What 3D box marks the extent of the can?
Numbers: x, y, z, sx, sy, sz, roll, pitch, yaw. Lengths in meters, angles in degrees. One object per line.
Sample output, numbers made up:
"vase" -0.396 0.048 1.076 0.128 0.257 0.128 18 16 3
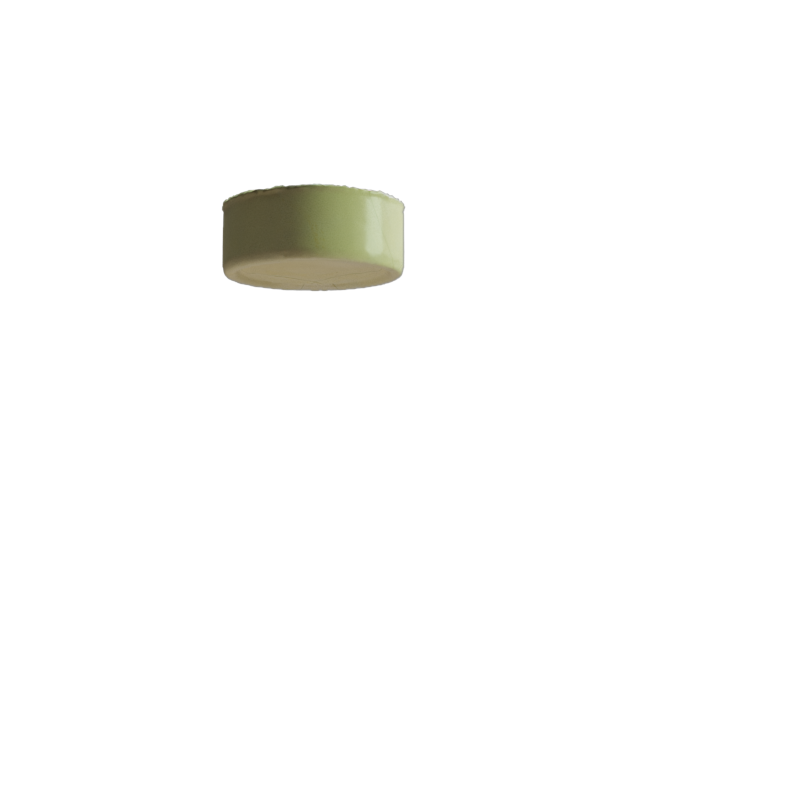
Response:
"can" -0.040 -0.074 0.517 0.086 0.034 0.084 0 -5 -2
